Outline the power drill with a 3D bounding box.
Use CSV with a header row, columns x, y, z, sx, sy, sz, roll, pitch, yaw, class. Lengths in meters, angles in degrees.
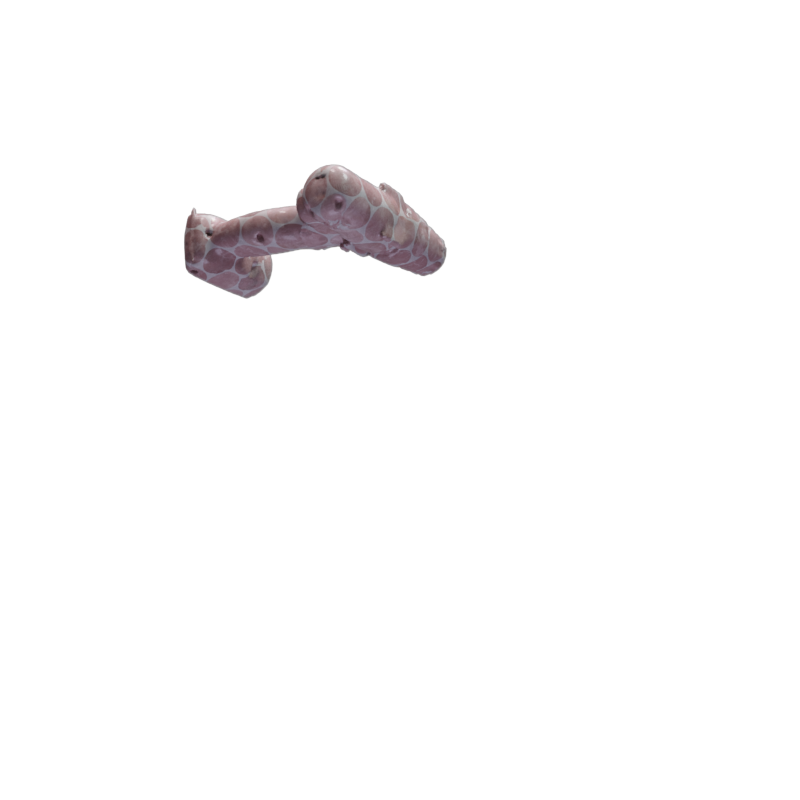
x,y,z,sx,sy,sz,roll,pitch,yaw,class
-0.074,-0.134,0.940,0.191,0.060,0.172,-11,-20,30,power drill
